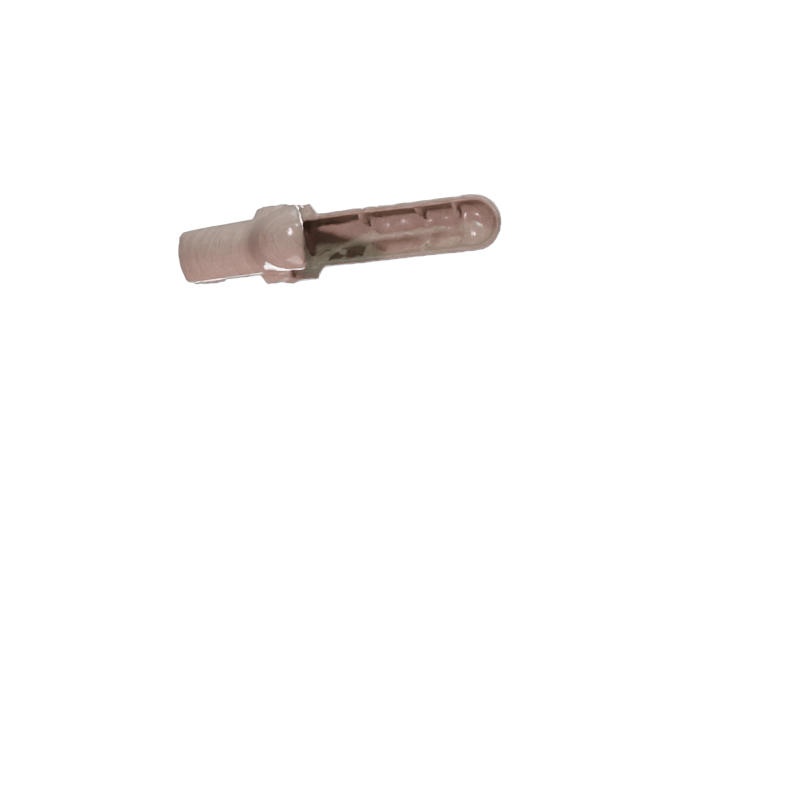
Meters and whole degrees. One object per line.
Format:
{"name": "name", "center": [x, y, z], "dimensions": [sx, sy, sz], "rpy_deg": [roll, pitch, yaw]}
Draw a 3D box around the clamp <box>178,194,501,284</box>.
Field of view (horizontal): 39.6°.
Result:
{"name": "clamp", "center": [-0.040, -0.073, 0.515], "dimensions": [0.116, 0.039, 0.178], "rpy_deg": [-3, 6, -31]}
